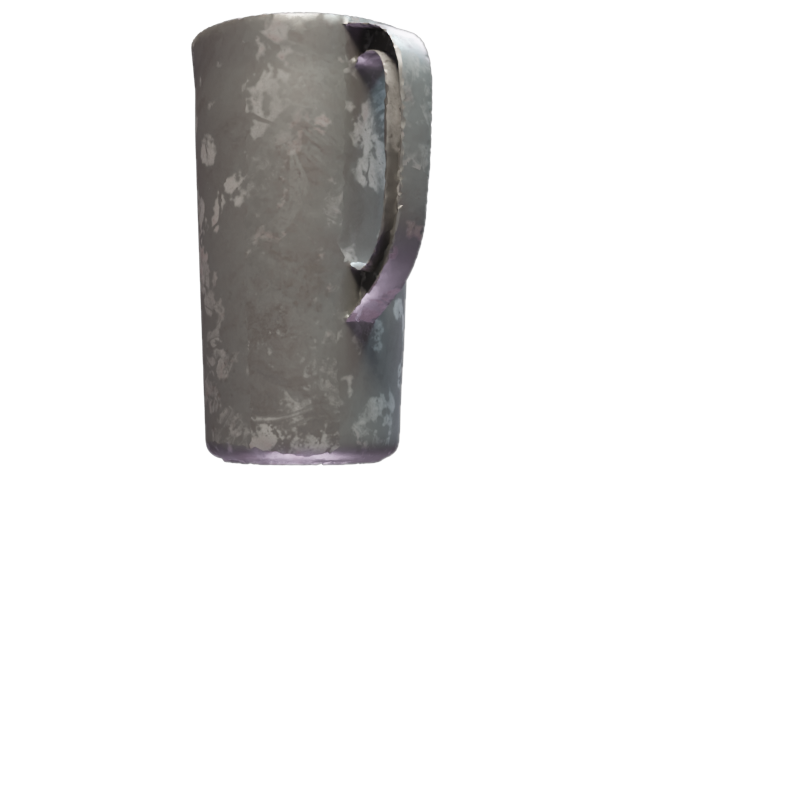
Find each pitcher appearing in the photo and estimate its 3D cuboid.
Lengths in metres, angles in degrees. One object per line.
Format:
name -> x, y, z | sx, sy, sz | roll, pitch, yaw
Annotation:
pitcher -> -0.049, -0.089, 0.622 | 0.147, 0.247, 0.145 | -1, -6, 8
